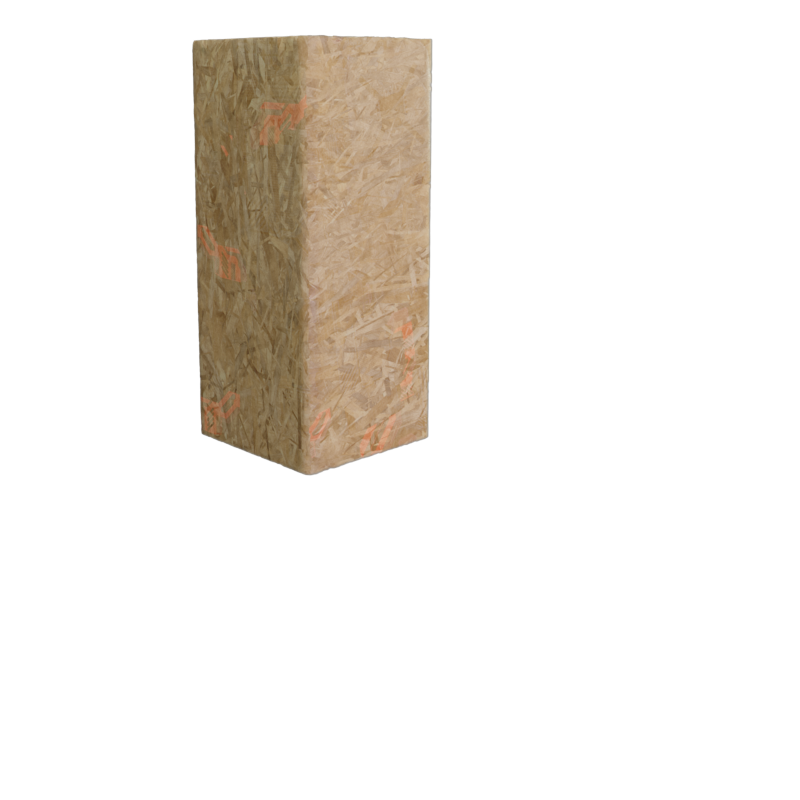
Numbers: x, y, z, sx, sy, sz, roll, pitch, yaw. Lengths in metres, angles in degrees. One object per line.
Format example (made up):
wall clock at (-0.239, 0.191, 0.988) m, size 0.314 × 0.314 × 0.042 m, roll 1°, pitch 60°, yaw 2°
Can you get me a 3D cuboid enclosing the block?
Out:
block at (-0.045, -0.081, 0.570) m, size 0.088 × 0.201 × 0.095 m, roll -9°, pitch 14°, yaw -44°
